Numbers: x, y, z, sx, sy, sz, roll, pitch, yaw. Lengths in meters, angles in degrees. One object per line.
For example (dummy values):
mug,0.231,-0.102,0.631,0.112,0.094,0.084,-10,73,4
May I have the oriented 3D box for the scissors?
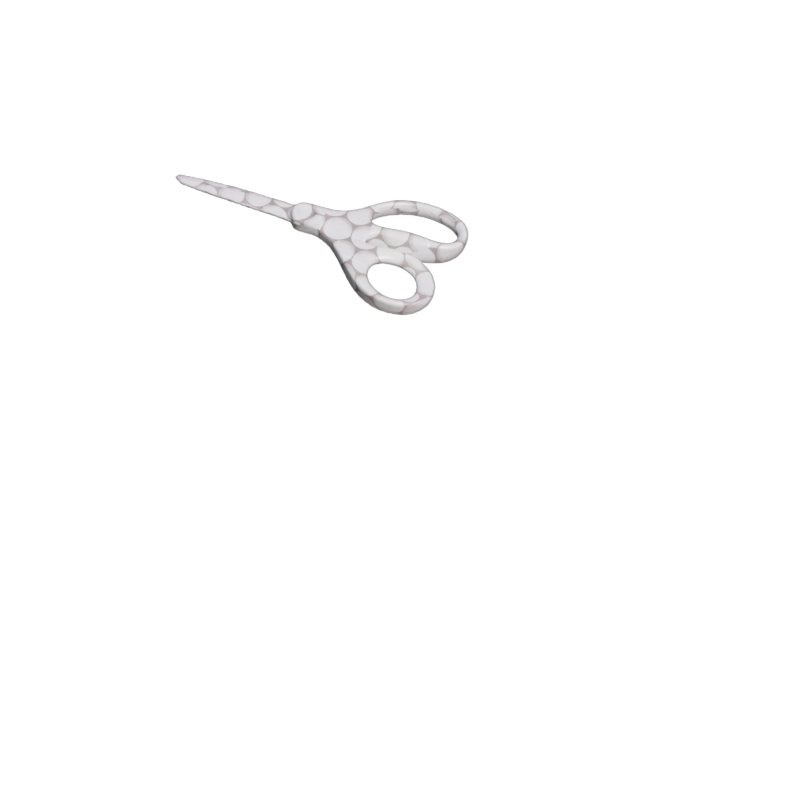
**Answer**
scissors,-0.057,-0.104,0.731,0.203,0.102,0.015,5,-35,4
